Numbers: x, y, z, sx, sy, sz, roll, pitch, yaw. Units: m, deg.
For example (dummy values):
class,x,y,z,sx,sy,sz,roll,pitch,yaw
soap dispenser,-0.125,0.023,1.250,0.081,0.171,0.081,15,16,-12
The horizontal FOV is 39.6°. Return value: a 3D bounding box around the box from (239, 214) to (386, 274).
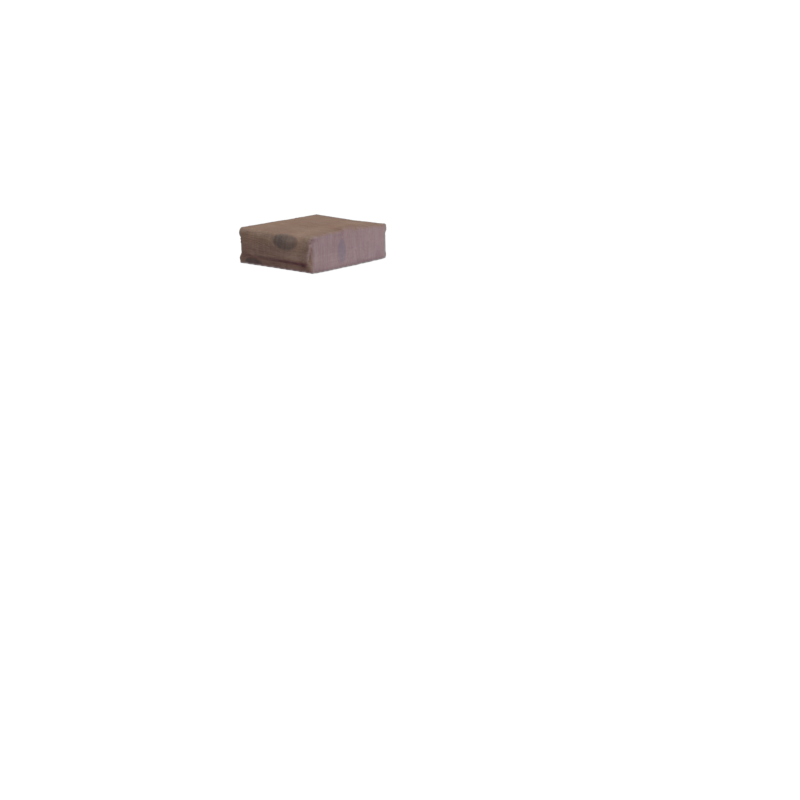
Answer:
class,x,y,z,sx,sy,sz,roll,pitch,yaw
box,-0.065,-0.119,0.835,0.077,0.029,0.087,13,21,38
